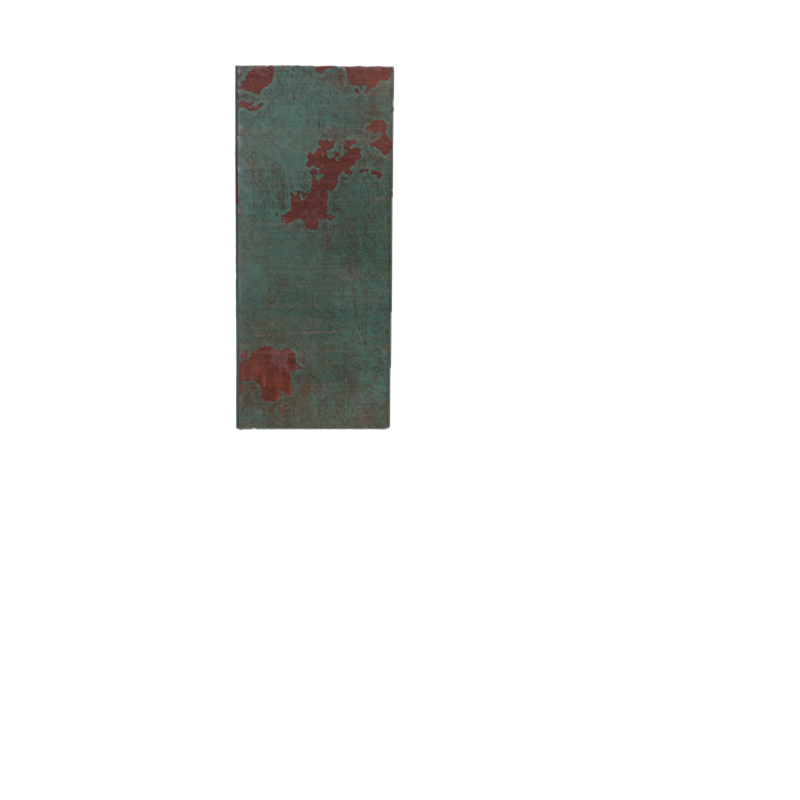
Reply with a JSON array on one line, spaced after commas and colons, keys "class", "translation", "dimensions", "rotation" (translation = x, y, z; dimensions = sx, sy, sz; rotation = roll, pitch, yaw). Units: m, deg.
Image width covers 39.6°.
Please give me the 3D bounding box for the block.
[{"class": "block", "translation": [-0.052, -0.095, 0.665], "dimensions": [0.090, 0.203, 0.092], "rotation": [0, 8, -3]}]
